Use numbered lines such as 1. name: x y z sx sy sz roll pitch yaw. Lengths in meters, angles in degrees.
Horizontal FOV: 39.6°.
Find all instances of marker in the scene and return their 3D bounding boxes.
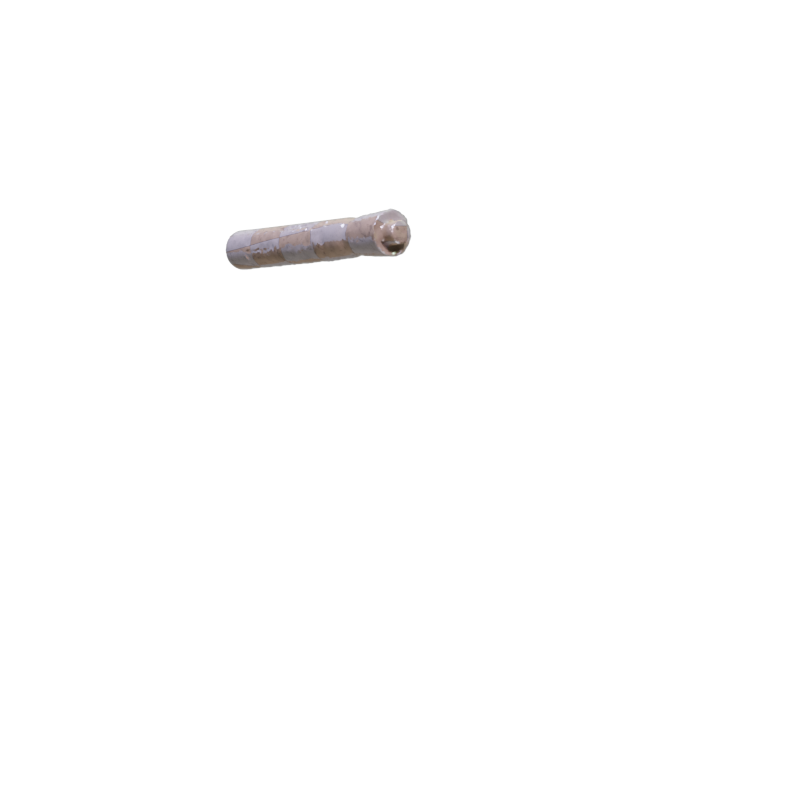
1. marker: -0.037 -0.068 0.478 0.019 0.020 0.125 -3 4 -37
